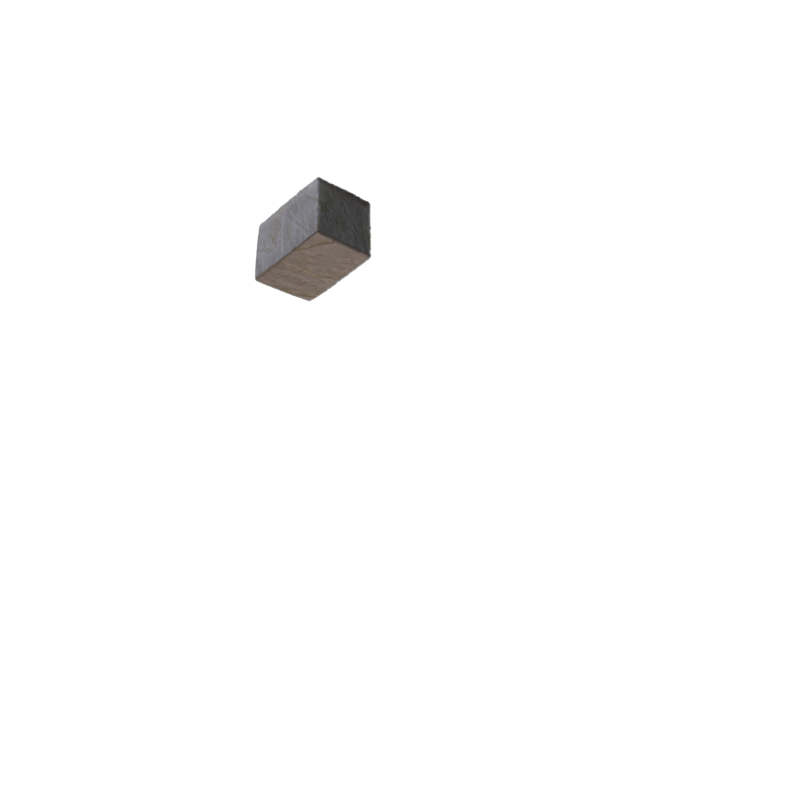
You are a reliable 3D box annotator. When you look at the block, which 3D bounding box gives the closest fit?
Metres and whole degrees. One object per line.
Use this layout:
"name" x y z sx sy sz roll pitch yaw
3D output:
"block" -0.065 -0.118 0.829 0.050 0.055 0.077 24 -39 -34
